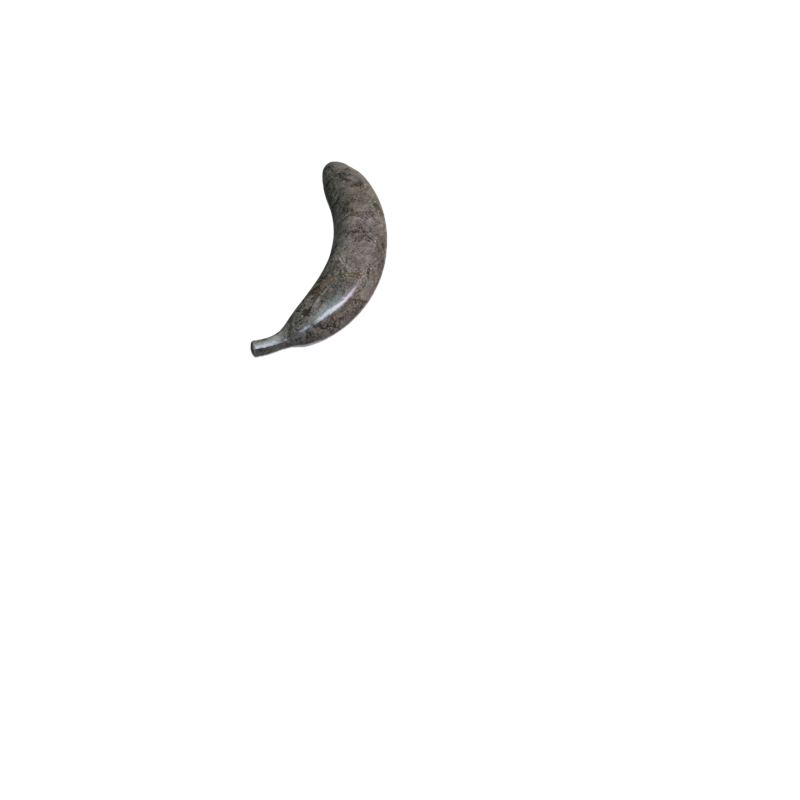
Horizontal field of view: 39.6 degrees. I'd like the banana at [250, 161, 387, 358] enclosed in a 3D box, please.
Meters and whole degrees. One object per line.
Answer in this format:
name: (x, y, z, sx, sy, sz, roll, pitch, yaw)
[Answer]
banana: (-0.043, -0.103, 0.762, 0.071, 0.034, 0.209, 9, 46, 8)
